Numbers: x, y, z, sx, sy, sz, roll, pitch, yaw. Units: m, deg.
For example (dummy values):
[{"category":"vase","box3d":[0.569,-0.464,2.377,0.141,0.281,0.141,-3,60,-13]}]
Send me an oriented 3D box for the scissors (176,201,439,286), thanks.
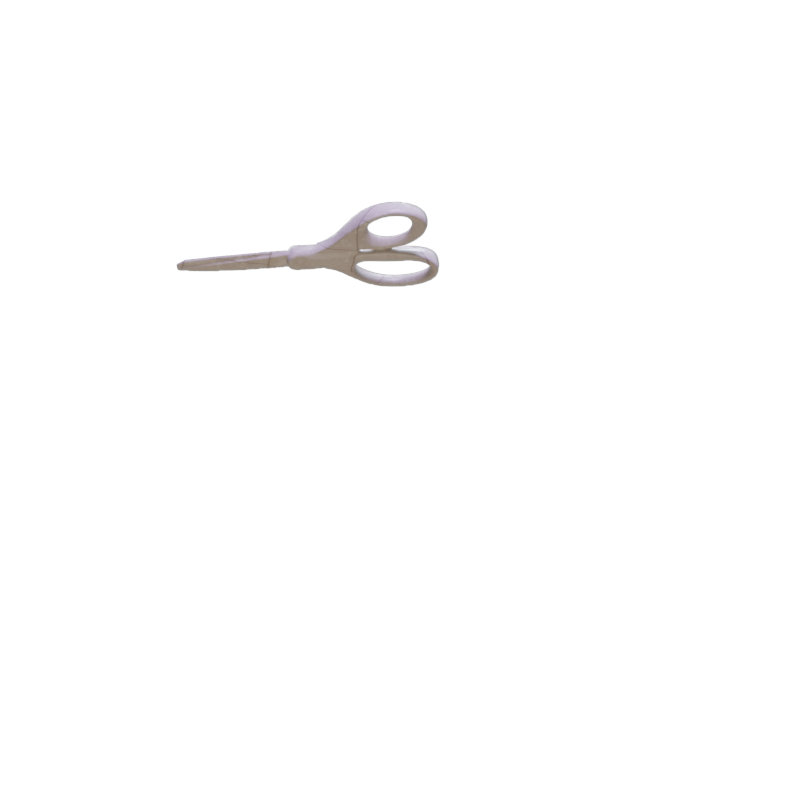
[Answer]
[{"category":"scissors","box3d":[-0.066,-0.120,0.842,0.199,0.017,0.091,5,-38,-7]}]
